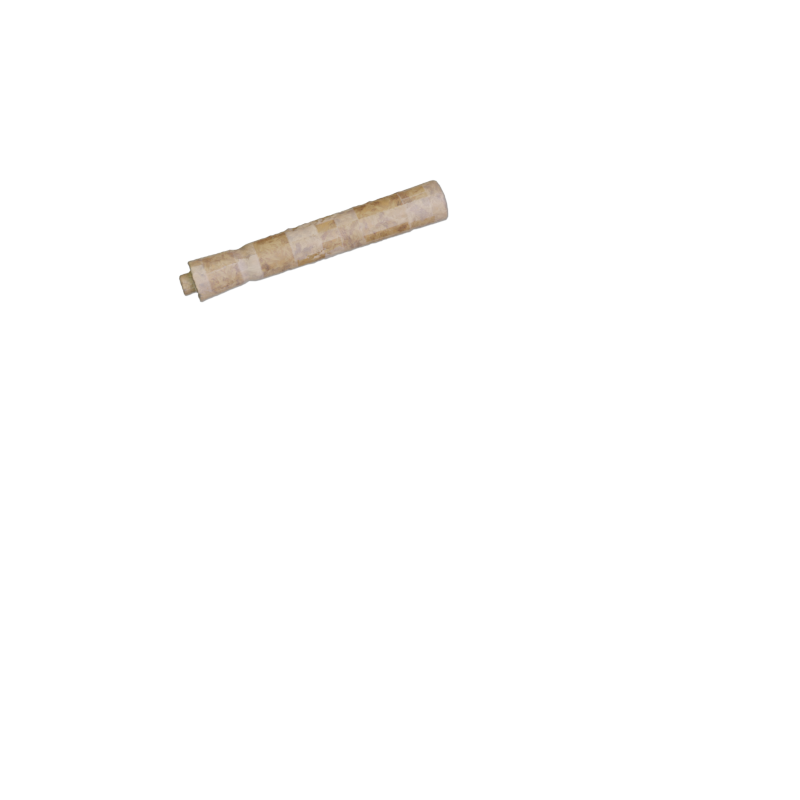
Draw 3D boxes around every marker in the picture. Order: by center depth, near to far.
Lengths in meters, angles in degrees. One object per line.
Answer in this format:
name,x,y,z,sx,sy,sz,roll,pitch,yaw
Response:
marker,-0.038,-0.069,0.485,0.120,0.019,0.020,-19,7,-8
